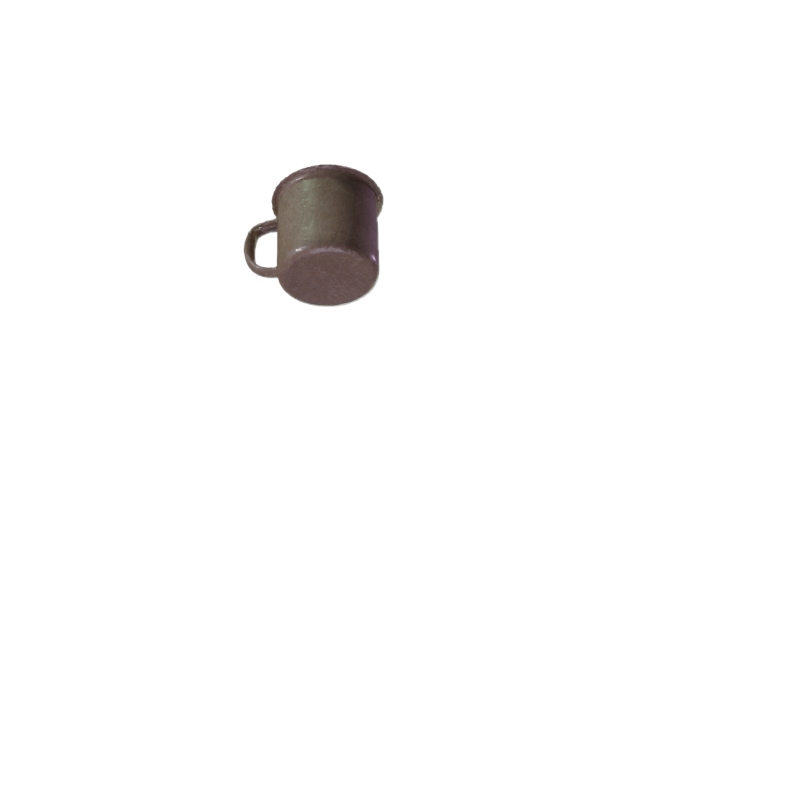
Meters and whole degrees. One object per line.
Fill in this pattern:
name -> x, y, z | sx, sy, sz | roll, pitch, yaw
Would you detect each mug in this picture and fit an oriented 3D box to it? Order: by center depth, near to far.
mug -> -0.070, -0.128, 0.897 | 0.118, 0.087, 0.086 | -7, -35, 9
